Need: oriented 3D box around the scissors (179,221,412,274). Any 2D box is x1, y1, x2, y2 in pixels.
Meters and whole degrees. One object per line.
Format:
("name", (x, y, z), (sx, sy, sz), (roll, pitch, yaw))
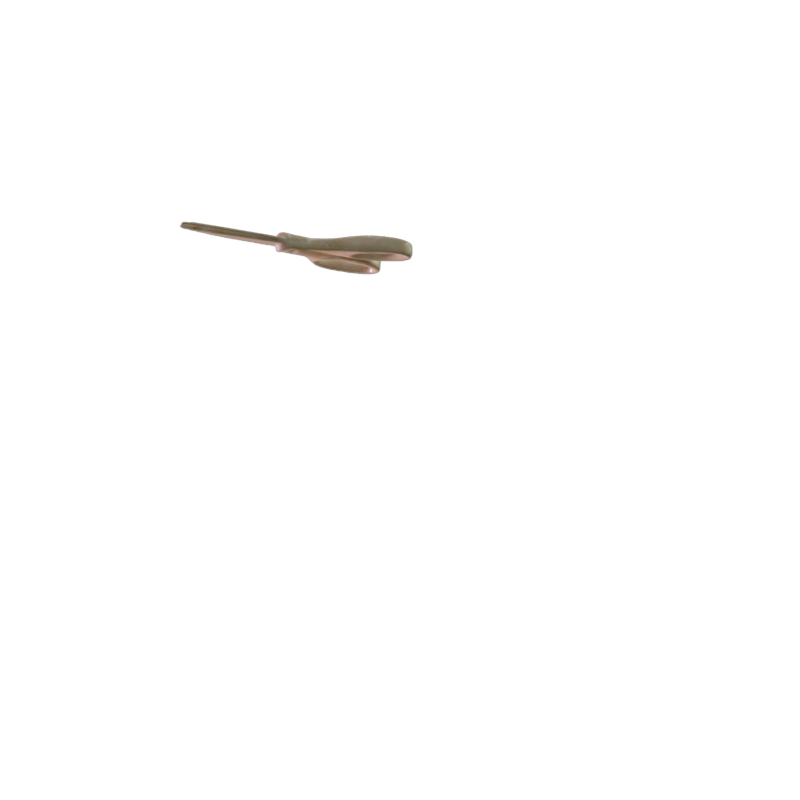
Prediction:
("scissors", (-0.068, -0.124, 0.870), (0.099, 0.016, 0.191), (-5, -8, 36))
